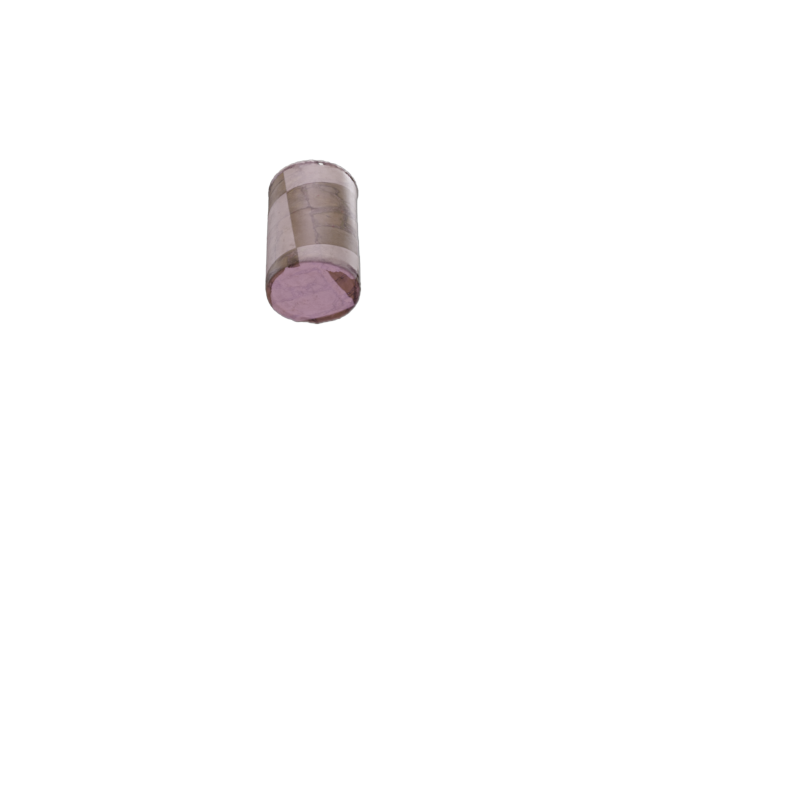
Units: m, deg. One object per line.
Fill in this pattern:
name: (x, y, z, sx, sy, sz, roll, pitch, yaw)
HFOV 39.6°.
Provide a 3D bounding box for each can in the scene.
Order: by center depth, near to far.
can: (-0.062, -0.114, 0.797, 0.068, 0.110, 0.064, -1, -40, -3)
